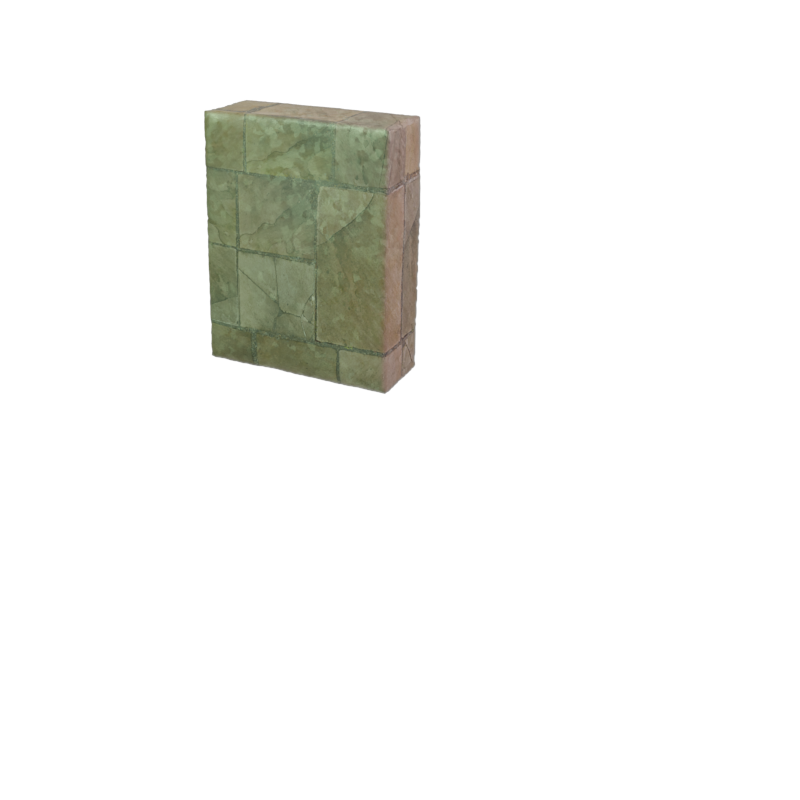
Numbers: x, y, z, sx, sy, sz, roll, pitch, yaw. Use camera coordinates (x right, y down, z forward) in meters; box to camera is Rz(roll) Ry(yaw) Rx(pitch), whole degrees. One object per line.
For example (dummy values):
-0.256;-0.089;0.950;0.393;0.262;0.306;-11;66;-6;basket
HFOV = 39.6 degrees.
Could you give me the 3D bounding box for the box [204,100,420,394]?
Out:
-0.070;-0.128;0.897;0.171;0.205;0.072;11;21;25;box
